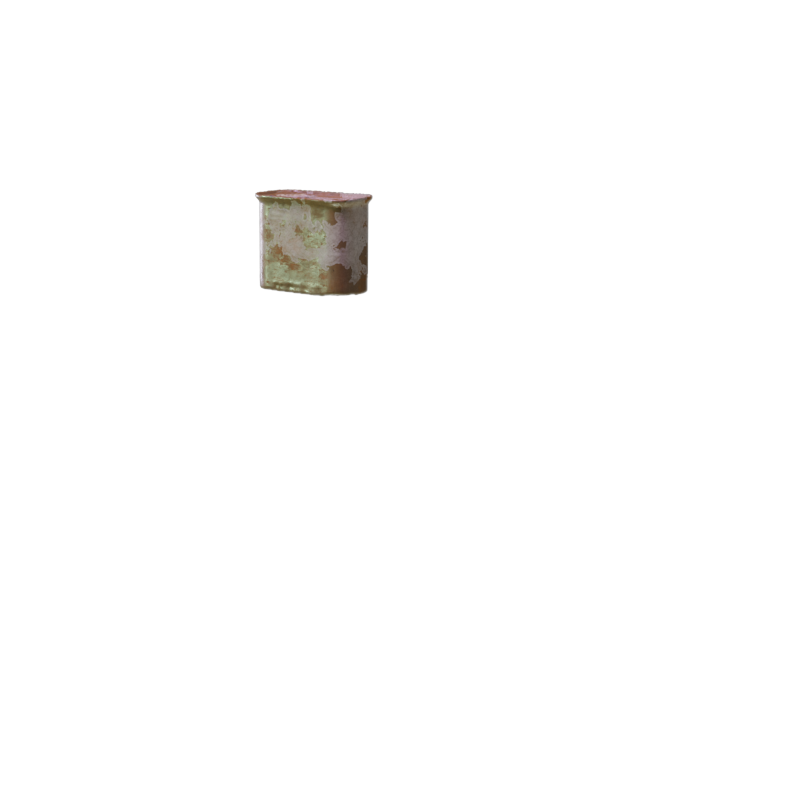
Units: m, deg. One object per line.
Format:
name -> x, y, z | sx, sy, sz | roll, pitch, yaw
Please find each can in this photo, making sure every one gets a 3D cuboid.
can -> -0.075, -0.137, 0.961 | 0.106, 0.082, 0.056 | 9, 14, 32
